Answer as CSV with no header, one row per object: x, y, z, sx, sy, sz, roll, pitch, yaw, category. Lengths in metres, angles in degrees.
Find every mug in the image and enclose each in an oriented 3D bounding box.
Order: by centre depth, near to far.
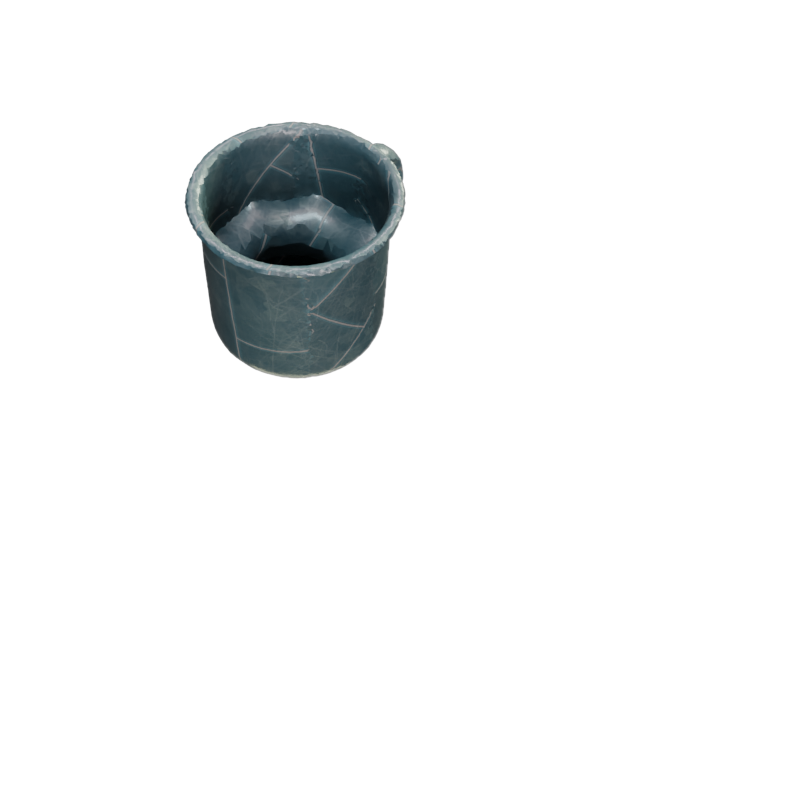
-0.039,-0.072,0.503,0.098,0.076,0.119,30,56,21,mug
